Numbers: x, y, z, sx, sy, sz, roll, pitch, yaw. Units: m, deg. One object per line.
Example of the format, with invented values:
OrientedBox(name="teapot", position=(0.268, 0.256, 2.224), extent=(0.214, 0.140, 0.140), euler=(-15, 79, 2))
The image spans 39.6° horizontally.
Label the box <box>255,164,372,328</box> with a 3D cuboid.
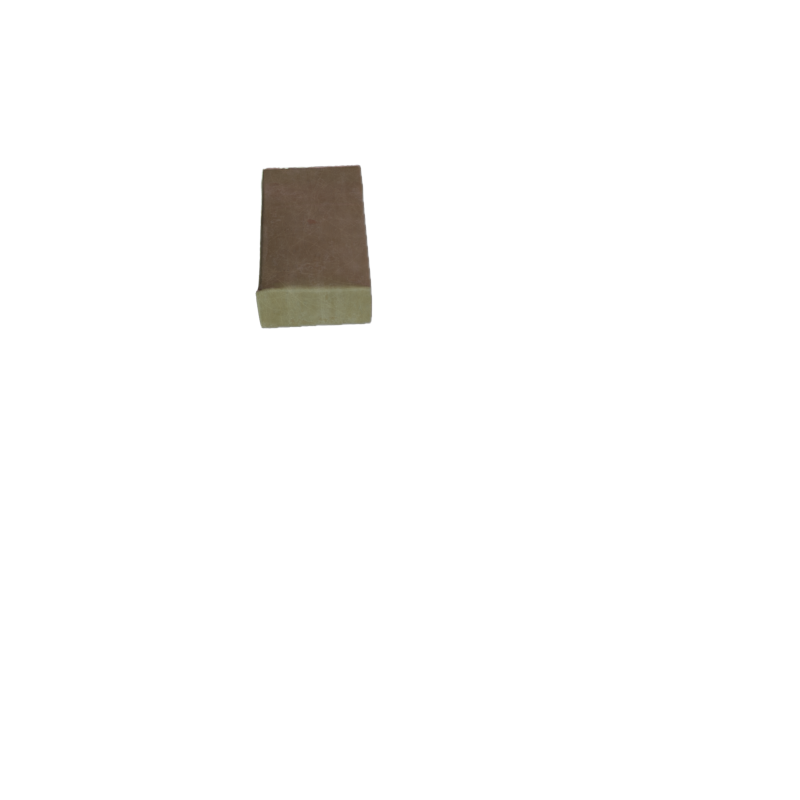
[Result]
OrientedBox(name="box", position=(-0.074, -0.136, 0.953), extent=(0.093, 0.045, 0.189), euler=(-3, 41, -1))
